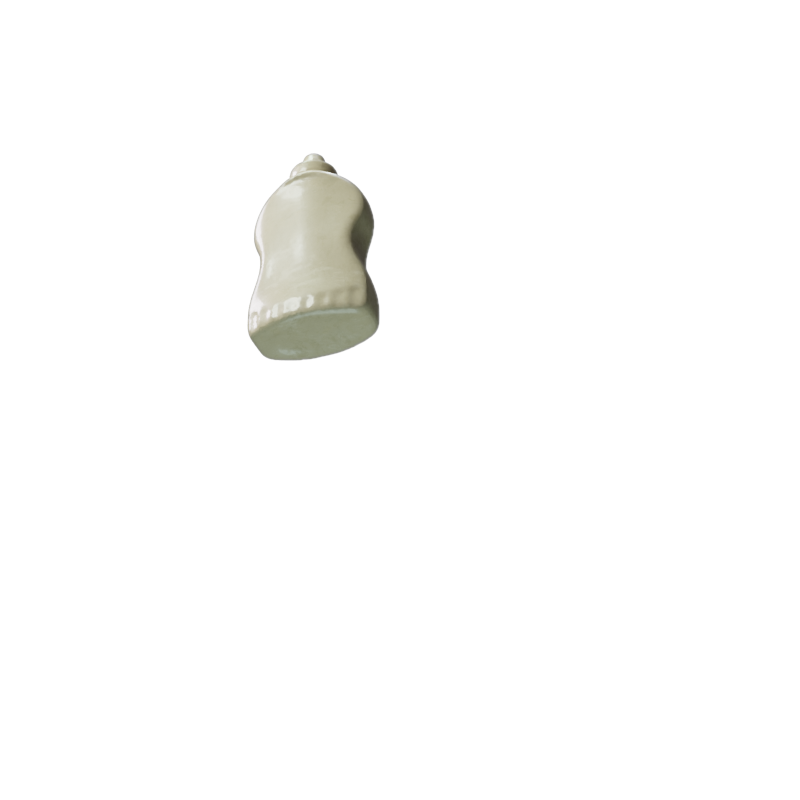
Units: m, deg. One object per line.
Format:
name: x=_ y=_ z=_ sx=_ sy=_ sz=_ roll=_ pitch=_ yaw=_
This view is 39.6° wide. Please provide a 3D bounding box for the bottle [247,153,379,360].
bottle: x=-0.068 y=-0.124 z=0.874 sx=0.097 sy=0.206 sz=0.054 roll=-16 pitch=-41 yaw=15
